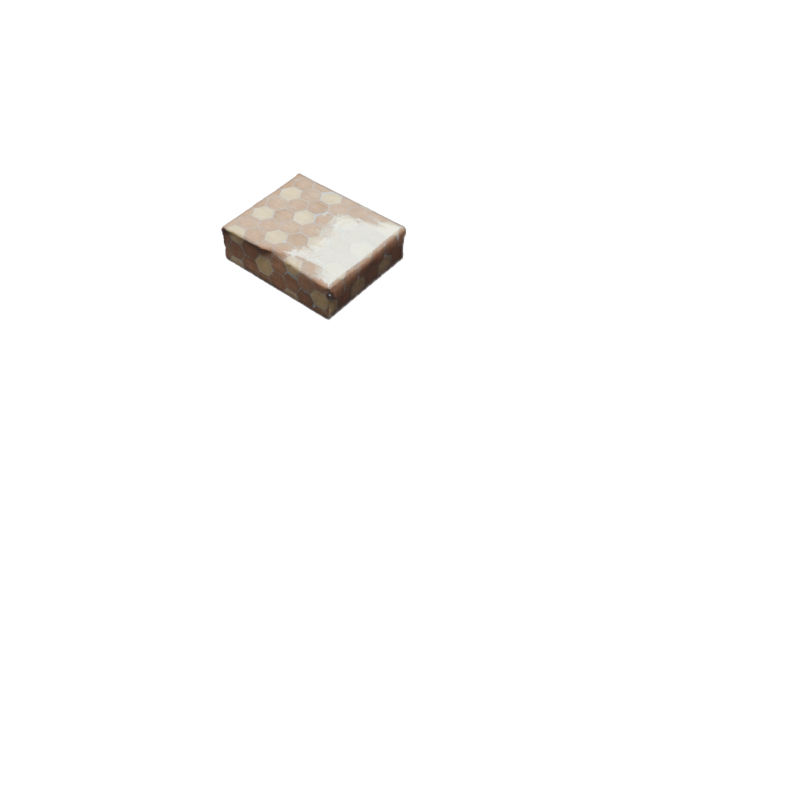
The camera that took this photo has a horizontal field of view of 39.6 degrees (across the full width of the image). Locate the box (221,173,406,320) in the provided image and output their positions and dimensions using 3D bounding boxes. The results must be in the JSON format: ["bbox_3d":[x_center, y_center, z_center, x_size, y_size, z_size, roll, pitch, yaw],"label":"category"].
[{"bbox_3d":[-0.054,-0.098,0.684,0.095,0.028,0.074,31,52,27],"label":"box"}]
